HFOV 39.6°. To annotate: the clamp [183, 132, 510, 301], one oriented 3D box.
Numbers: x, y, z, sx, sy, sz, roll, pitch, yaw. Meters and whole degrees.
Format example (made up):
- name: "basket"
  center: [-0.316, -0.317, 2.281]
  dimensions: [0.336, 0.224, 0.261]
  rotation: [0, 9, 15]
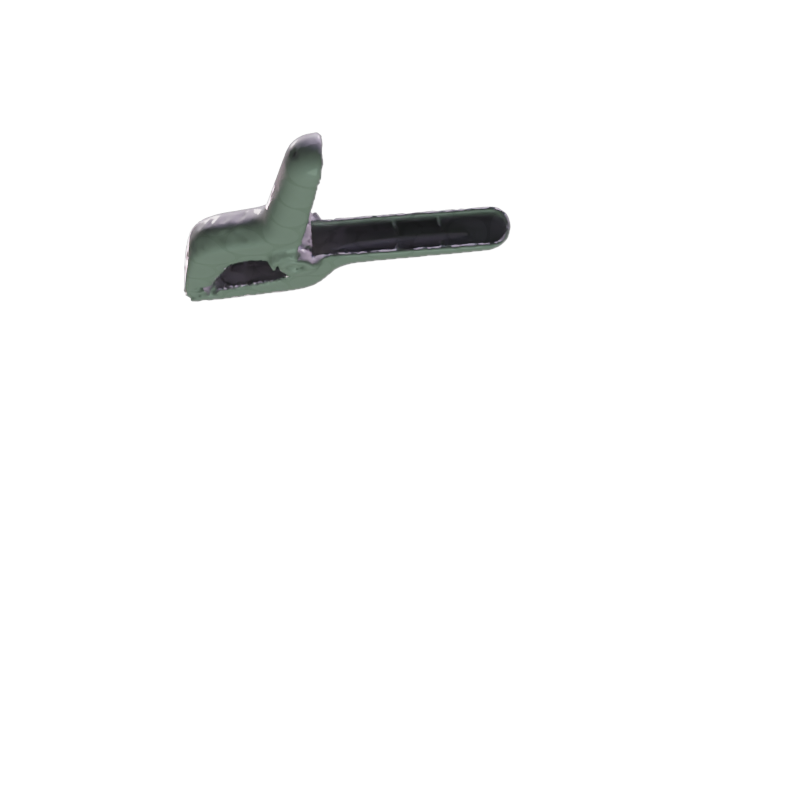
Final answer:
- name: "clamp"
  center: [-0.052, -0.095, 0.663]
  dimensions: [0.156, 0.038, 0.212]
  rotation: [12, -18, -38]
